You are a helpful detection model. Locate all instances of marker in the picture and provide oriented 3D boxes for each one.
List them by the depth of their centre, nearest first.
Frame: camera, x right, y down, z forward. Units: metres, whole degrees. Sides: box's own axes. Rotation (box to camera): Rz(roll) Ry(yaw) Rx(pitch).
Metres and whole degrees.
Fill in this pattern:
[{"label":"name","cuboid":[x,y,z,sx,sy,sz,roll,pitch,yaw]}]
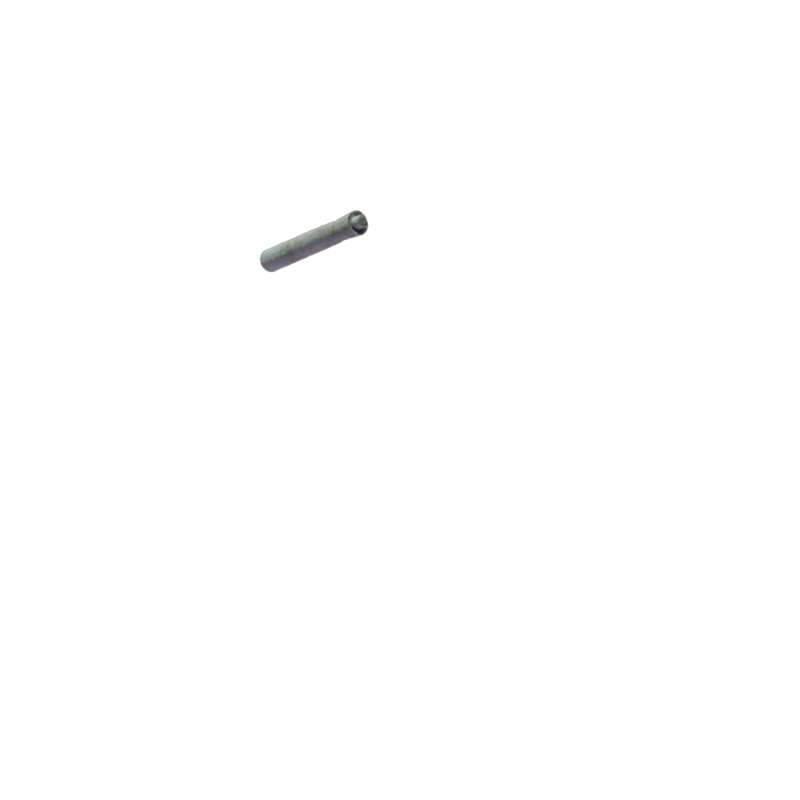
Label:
[{"label":"marker","cuboid":[-0.065,-0.118,0.828,0.019,0.020,0.123,-3,-6,-39]}]
